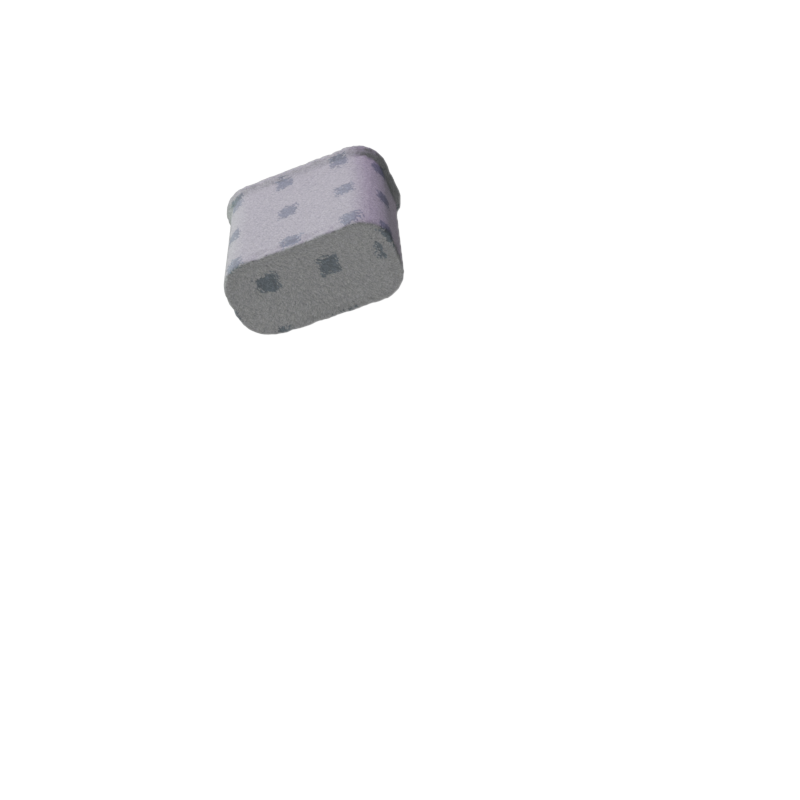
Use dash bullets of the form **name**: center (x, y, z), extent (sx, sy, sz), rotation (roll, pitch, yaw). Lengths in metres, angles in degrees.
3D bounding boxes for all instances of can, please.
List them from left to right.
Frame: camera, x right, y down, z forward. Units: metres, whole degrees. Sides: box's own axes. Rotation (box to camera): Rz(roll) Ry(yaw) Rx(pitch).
- **can**: center (-0.049, -0.090, 0.628), extent (0.102, 0.053, 0.090), rotation (-19, 35, 11)
